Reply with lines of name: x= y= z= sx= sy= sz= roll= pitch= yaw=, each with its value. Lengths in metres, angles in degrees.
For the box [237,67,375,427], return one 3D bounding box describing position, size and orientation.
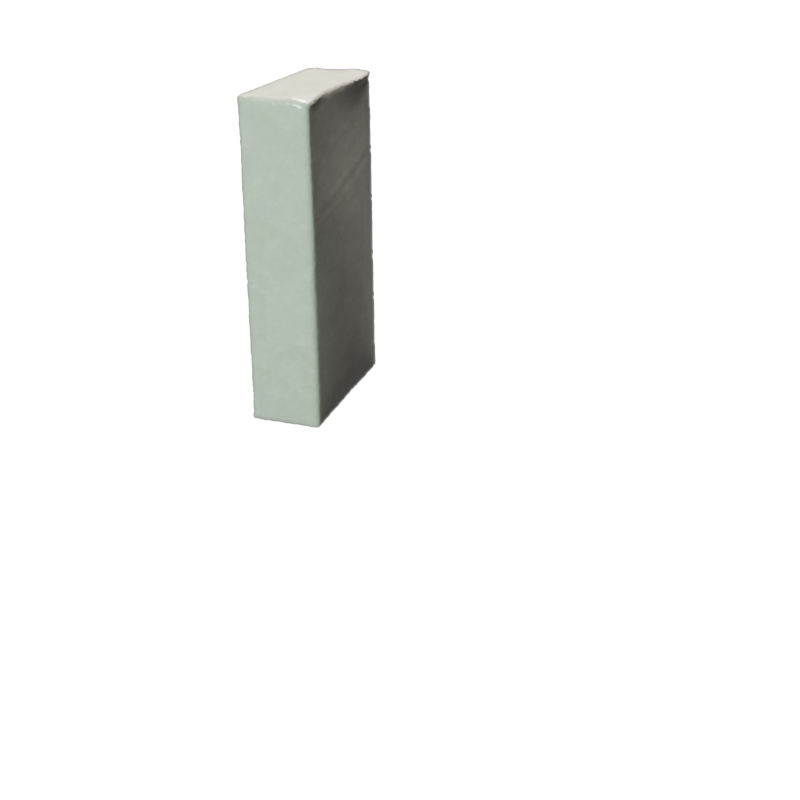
box: x=-0.047 y=-0.086 z=0.602 sx=0.049 sy=0.168 sz=0.095 roll=8 pitch=22 yaw=17
